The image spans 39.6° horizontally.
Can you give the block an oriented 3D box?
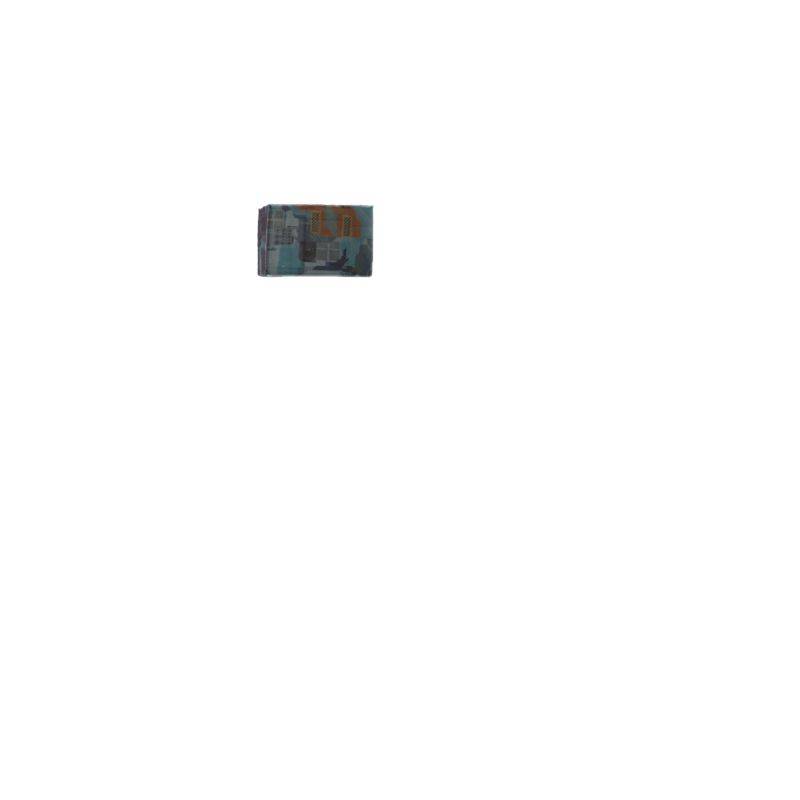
[{"bbox_3d":[-0.063,-0.114,0.802,0.077,0.051,0.054,-1,3,-13],"label":"block"}]
